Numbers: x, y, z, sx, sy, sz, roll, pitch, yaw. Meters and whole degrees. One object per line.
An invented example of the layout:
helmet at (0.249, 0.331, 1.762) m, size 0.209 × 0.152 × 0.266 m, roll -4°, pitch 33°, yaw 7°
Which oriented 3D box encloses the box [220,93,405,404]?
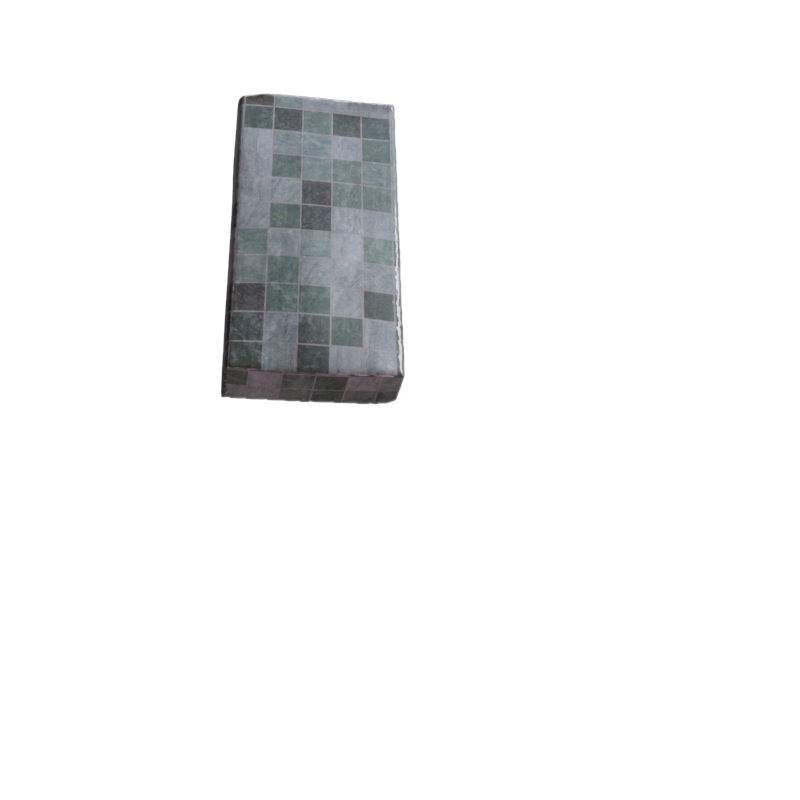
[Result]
box at (-0.048, -0.087, 0.608) m, size 0.092 × 0.187 × 0.046 m, roll 2°, pitch -28°, yaw -8°
